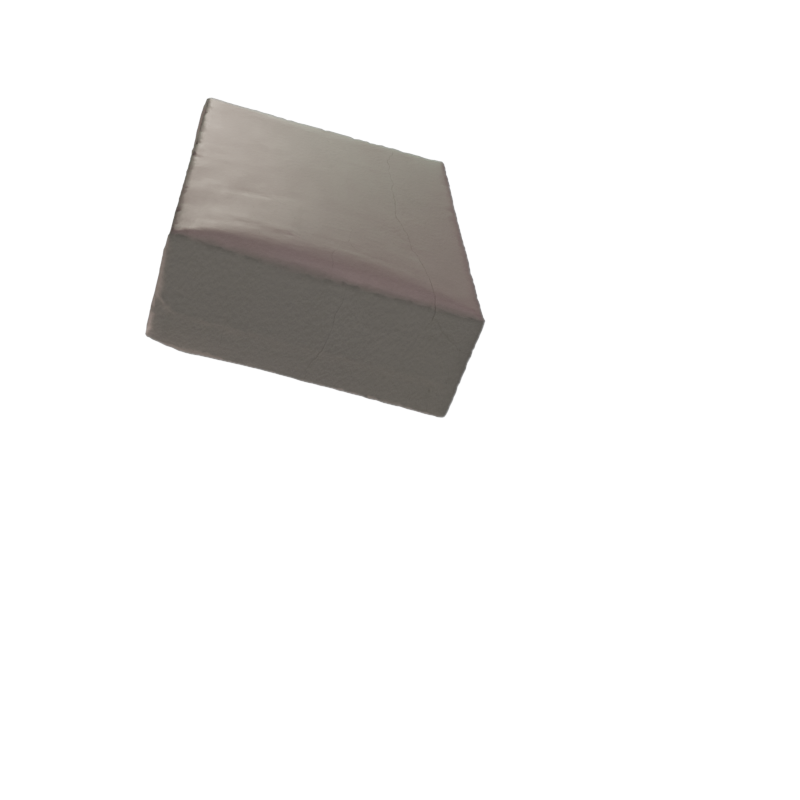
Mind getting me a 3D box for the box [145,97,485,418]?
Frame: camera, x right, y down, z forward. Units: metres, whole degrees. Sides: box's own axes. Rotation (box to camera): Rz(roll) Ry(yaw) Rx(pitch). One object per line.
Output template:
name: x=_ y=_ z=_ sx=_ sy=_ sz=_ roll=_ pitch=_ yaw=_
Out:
box: x=-0.050 y=-0.092 z=0.644 sx=0.161 sy=0.069 sz=0.227 roll=13 pitch=29 yaw=-10
